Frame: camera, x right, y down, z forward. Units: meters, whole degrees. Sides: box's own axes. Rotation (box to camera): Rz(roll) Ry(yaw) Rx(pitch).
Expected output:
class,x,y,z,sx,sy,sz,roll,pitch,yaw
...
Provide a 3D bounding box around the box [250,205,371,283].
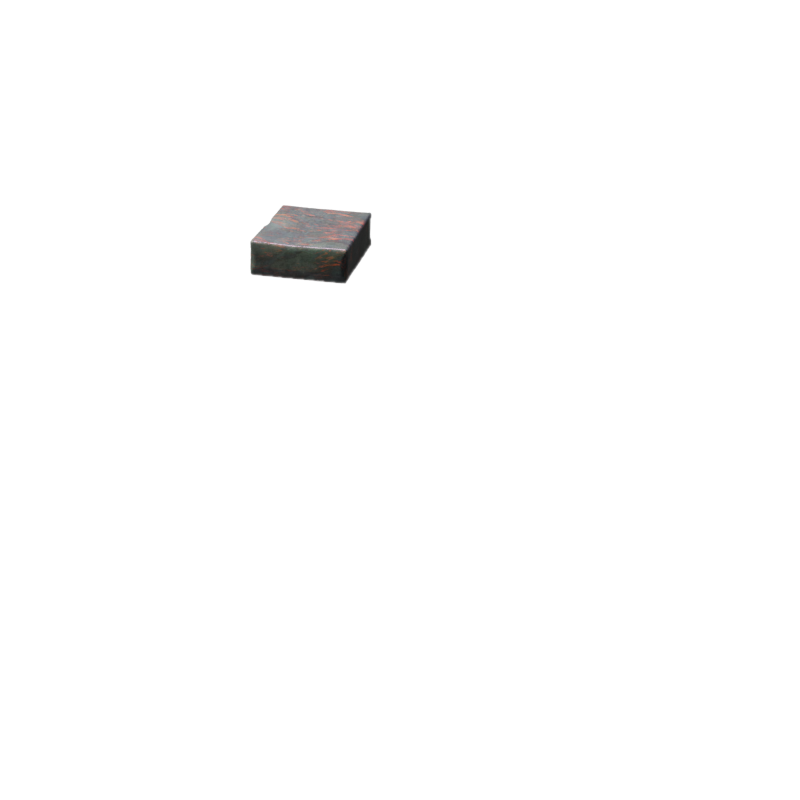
class,x,y,z,sx,sy,sz,roll,pitch,yaw
box,-0.066,-0.120,0.840,0.075,0.029,0.092,6,28,11
